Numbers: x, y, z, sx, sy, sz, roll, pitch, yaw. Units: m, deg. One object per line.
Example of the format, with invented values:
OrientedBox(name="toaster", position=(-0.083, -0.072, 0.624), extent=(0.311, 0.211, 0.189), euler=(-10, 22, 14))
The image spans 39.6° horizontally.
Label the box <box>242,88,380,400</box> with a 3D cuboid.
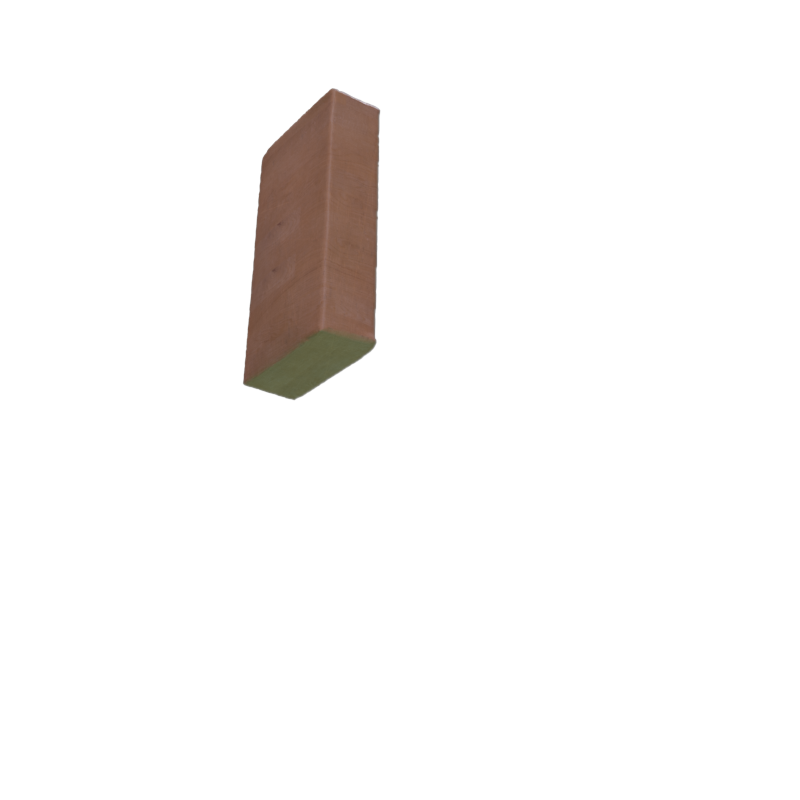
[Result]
OrientedBox(name="box", position=(-0.055, -0.100, 0.698), extent=(0.046, 0.188, 0.092), euler=(18, -35, -32))
